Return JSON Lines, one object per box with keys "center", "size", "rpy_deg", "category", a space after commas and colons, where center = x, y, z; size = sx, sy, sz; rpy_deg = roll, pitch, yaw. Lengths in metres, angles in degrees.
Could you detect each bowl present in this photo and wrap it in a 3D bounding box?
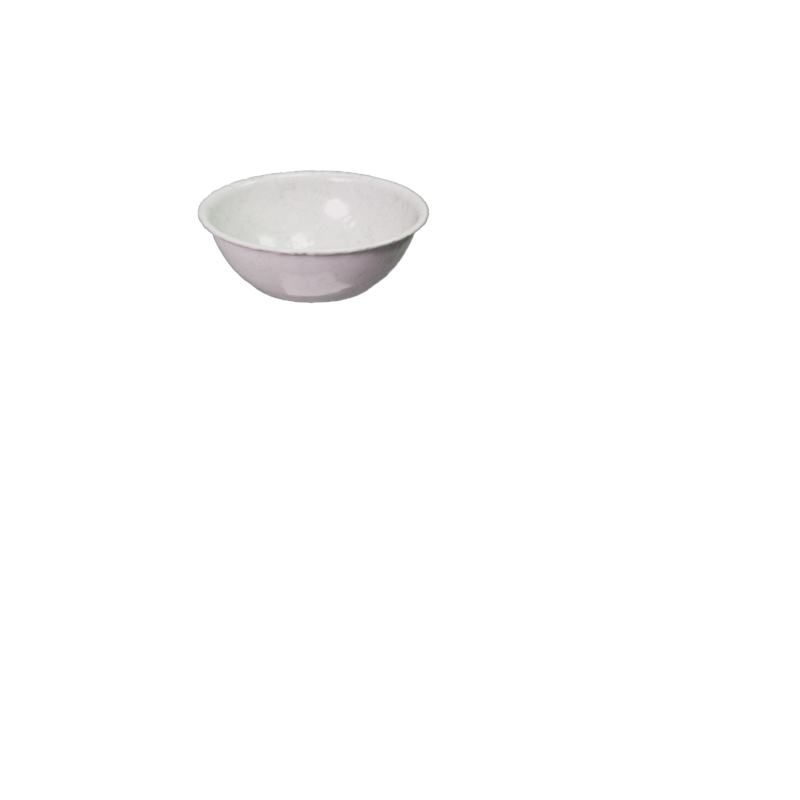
{"center": [-0.061, -0.112, 0.785], "size": [0.162, 0.052, 0.171], "rpy_deg": [-1, 28, -2], "category": "bowl"}
